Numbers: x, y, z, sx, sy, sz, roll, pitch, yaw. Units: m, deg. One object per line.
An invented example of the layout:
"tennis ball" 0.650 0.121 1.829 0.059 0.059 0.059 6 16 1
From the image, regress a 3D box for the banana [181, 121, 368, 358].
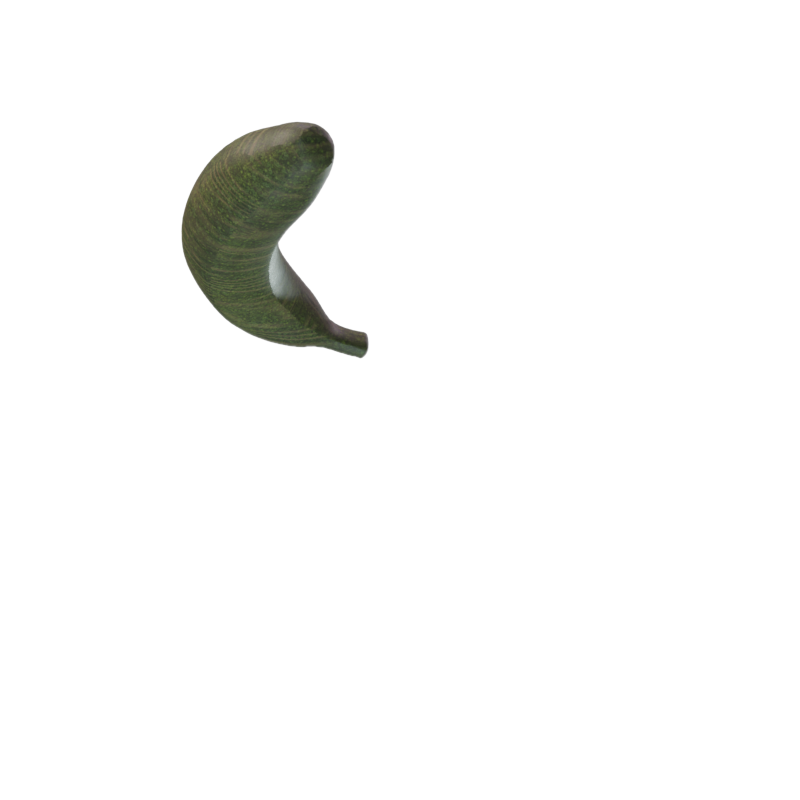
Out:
"banana" -0.052 -0.060 0.437 0.070 0.038 0.188 -1 -16 3
